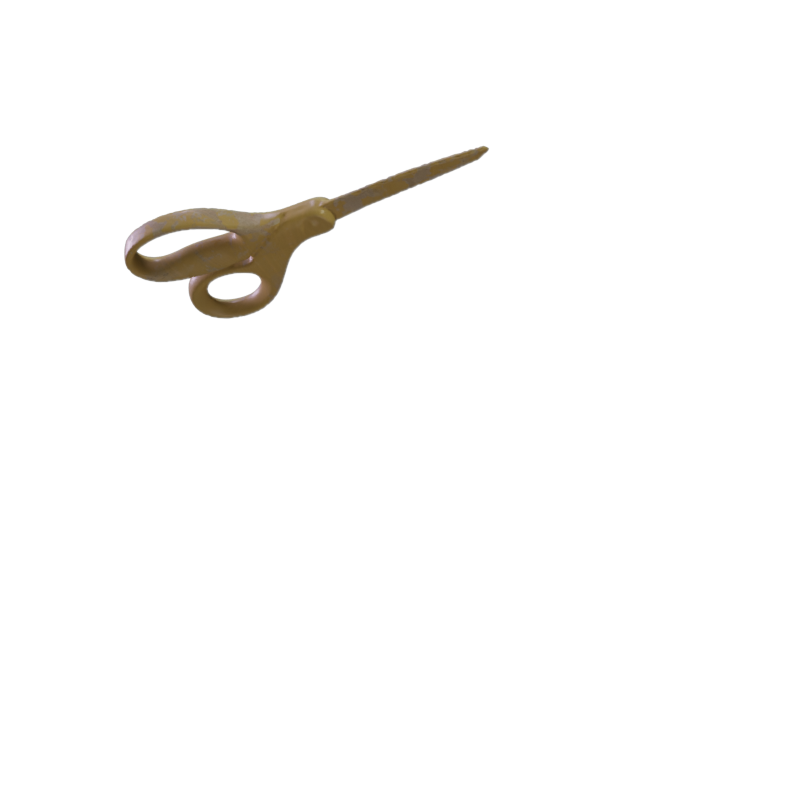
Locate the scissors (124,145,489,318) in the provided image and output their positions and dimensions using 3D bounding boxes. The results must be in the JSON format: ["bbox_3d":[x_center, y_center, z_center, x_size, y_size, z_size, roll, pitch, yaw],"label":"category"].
[{"bbox_3d":[-0.046,-0.084,0.586,0.204,0.017,0.089,-8,-33,13],"label":"scissors"}]
